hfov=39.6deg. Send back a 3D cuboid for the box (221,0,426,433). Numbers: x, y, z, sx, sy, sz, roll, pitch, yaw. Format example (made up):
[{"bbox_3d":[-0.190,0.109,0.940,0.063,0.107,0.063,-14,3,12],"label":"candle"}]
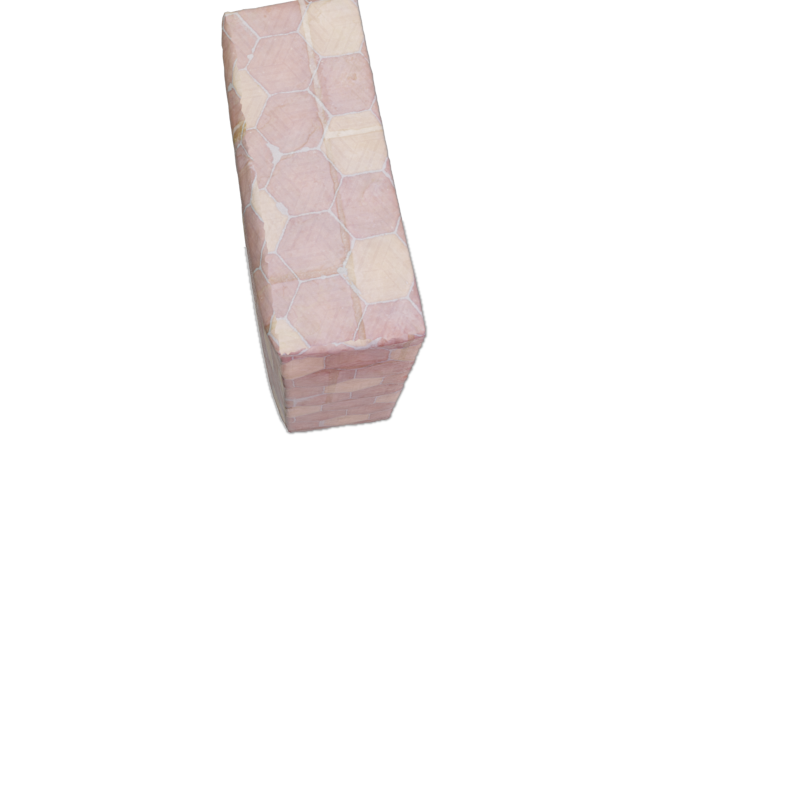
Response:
[{"bbox_3d":[-0.045,-0.082,0.571,0.071,0.171,0.207,-10,-13,-6],"label":"box"}]
